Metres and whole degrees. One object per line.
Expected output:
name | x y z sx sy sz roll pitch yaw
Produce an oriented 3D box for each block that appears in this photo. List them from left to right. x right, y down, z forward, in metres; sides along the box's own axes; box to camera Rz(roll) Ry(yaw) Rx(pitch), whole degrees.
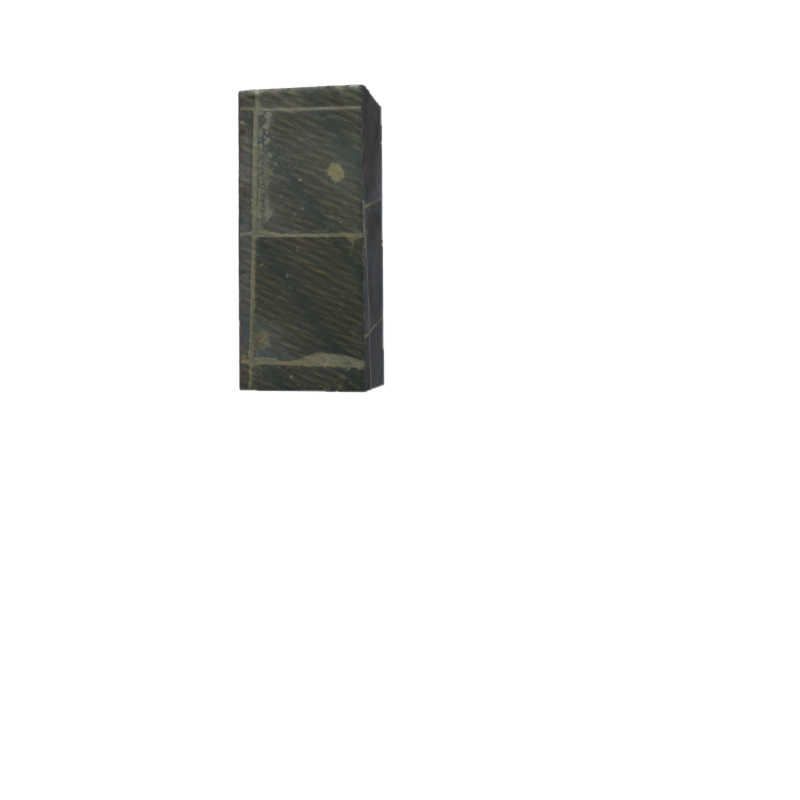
block | -0.062 -0.113 0.789 0.092 0.208 0.088 -1 -3 10
